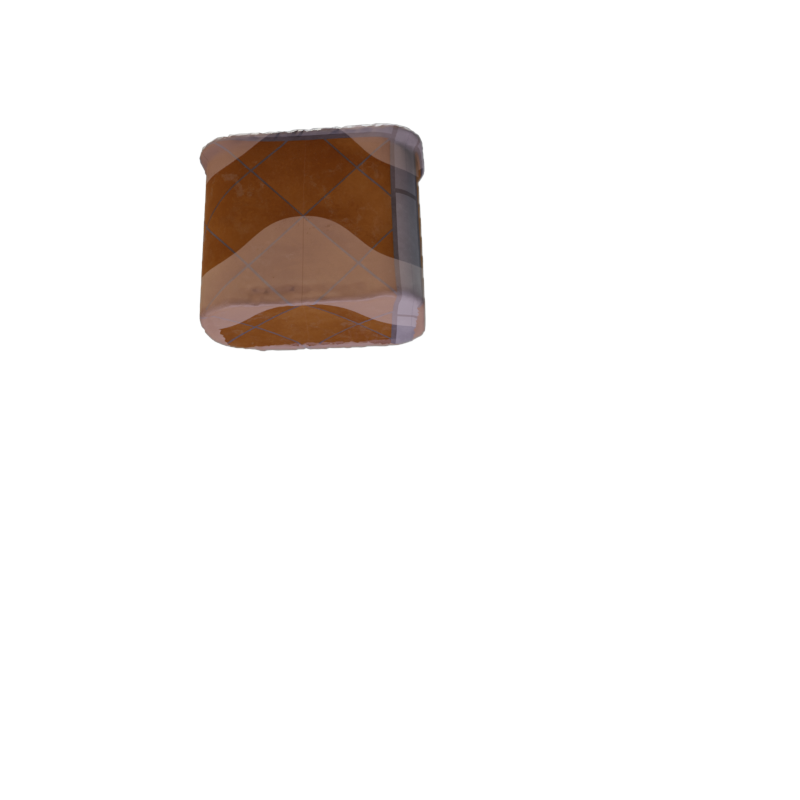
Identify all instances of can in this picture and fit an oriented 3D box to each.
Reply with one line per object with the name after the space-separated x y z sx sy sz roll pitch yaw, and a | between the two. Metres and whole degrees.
-0.039 -0.070 0.493 0.103 0.089 0.054 -3 -25 5 | can
